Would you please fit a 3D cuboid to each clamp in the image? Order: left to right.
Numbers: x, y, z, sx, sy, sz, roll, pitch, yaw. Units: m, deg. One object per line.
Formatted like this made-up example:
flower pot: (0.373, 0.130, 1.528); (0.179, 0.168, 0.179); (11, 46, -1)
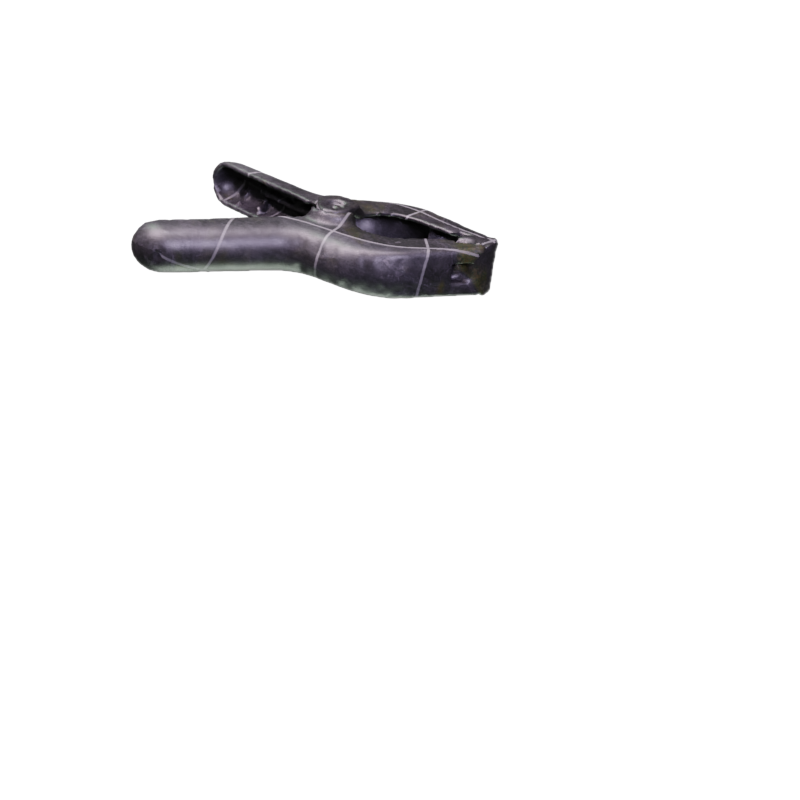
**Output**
clamp: (-0.043, -0.078, 0.546); (0.178, 0.037, 0.123); (14, 35, 20)
